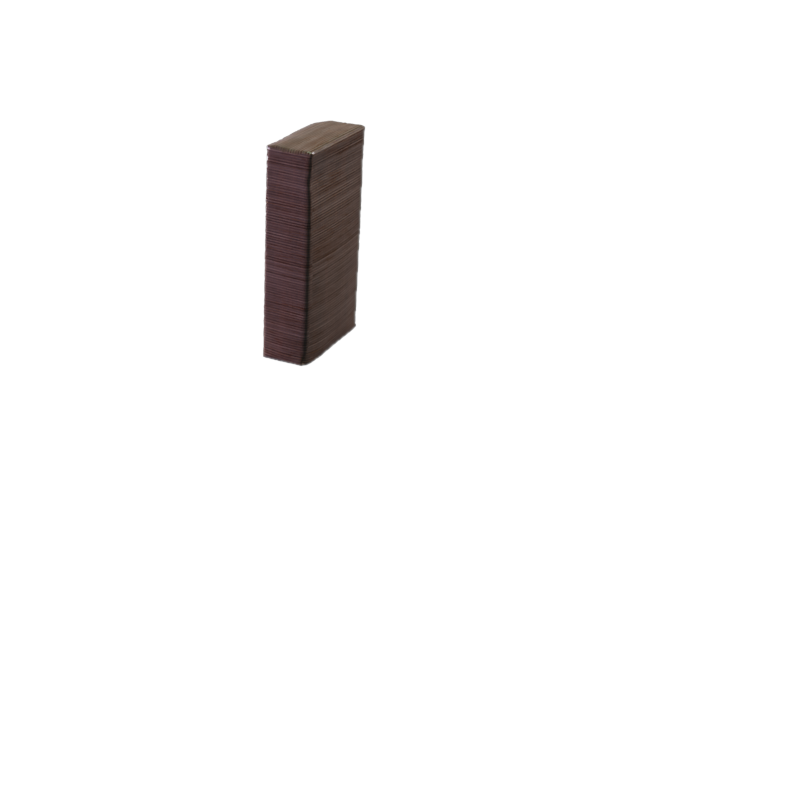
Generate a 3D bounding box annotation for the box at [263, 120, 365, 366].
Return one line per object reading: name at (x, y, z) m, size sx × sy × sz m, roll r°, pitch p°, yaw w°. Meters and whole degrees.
box at (-0.068, -0.125, 0.872) m, size 0.050 × 0.168 × 0.094 m, roll 11°, pitch 24°, yaw 22°
